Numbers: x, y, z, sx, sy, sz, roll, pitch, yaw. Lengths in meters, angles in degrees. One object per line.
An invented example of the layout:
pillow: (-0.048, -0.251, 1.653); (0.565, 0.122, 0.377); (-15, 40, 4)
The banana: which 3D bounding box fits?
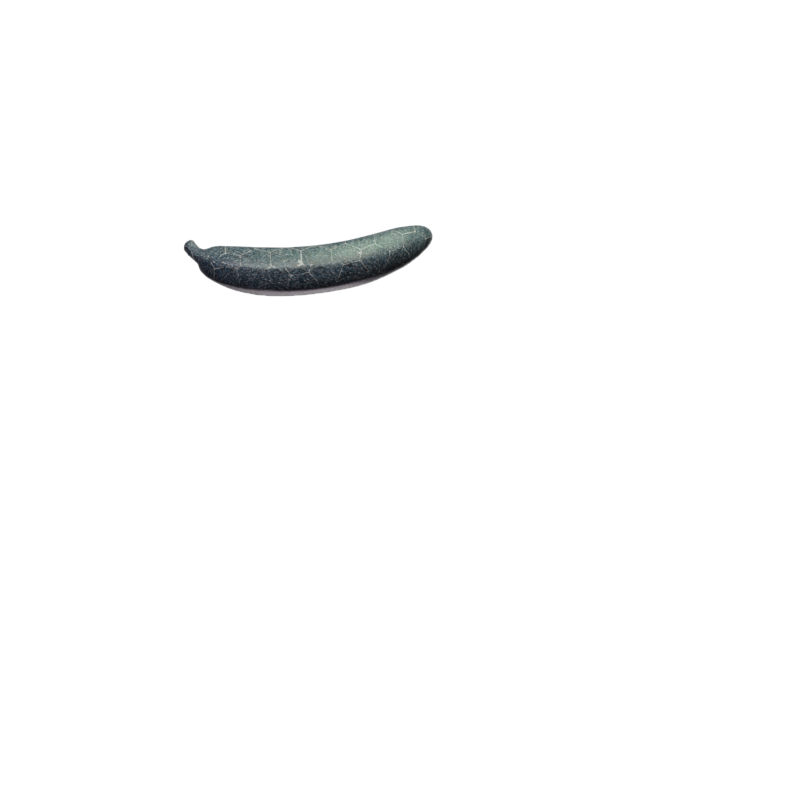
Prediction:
banana: (-0.070, -0.110, 0.857); (0.197, 0.075, 0.034); (-2, -44, -2)
